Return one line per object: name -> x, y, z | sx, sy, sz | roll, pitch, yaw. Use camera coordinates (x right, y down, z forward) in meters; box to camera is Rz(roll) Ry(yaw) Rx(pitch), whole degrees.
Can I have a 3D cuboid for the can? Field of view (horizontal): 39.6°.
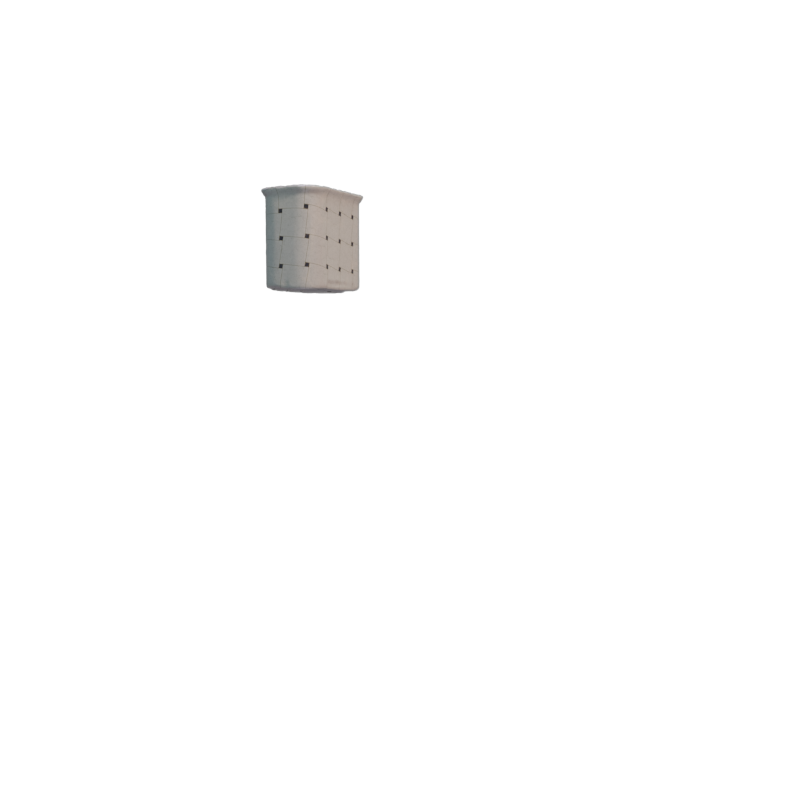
can -> -0.073, -0.133, 0.932 | 0.059, 0.084, 0.098 | -1, -1, 26
